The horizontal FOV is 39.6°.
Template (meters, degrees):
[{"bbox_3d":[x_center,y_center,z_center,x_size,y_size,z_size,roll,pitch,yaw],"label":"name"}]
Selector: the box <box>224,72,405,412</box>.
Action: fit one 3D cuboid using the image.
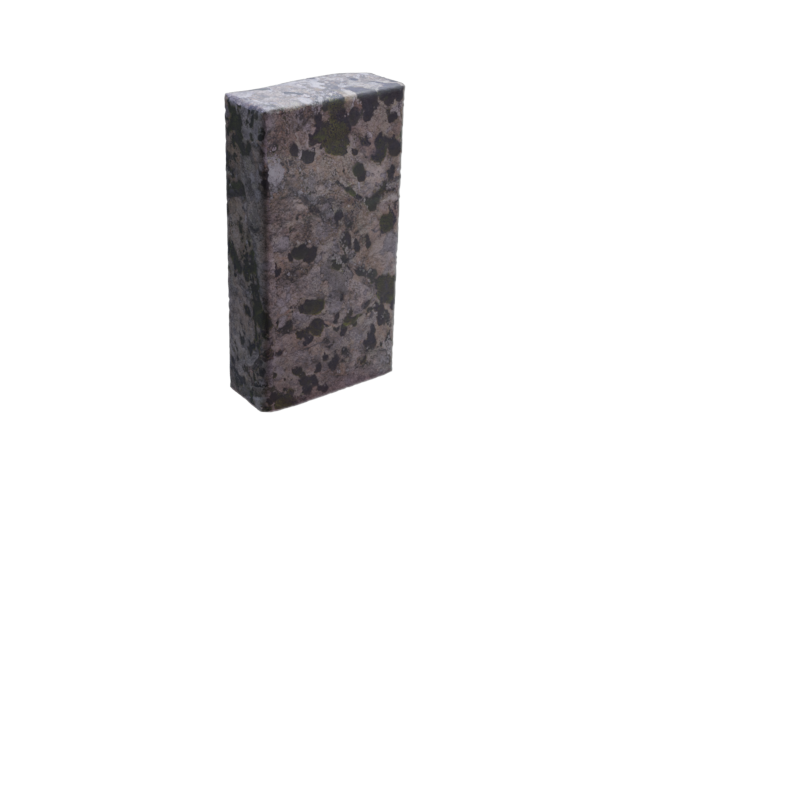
[{"bbox_3d":[-0.048,-0.087,0.611,0.092,0.168,0.051,-16,28,-35],"label":"box"}]
